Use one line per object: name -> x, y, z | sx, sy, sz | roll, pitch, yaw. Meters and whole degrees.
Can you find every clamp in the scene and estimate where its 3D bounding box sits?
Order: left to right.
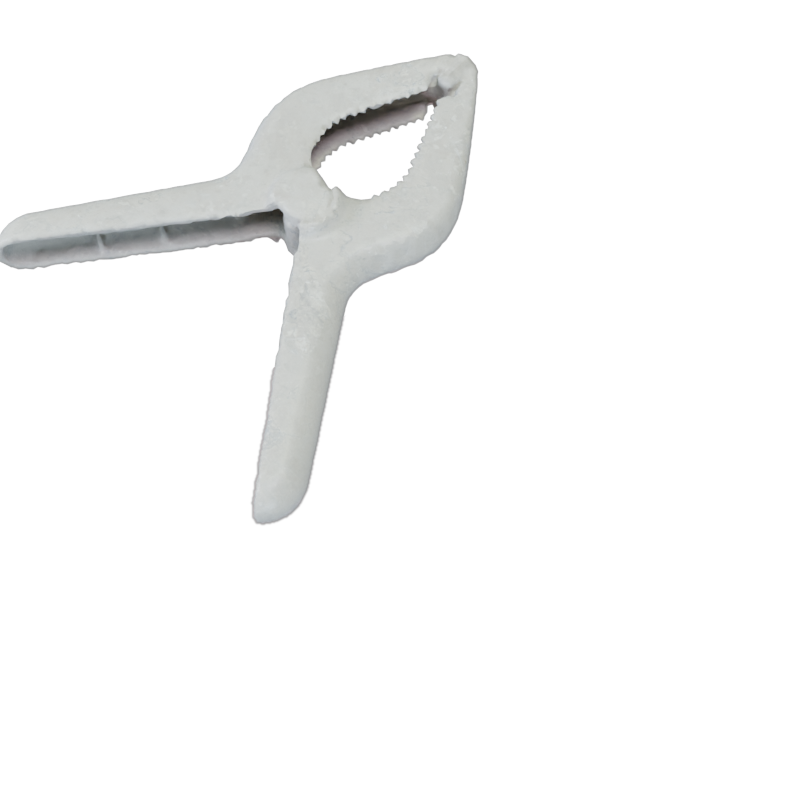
clamp -> -0.035, -0.065, 0.452 | 0.211, 0.173, 0.034 | -36, -21, -16
